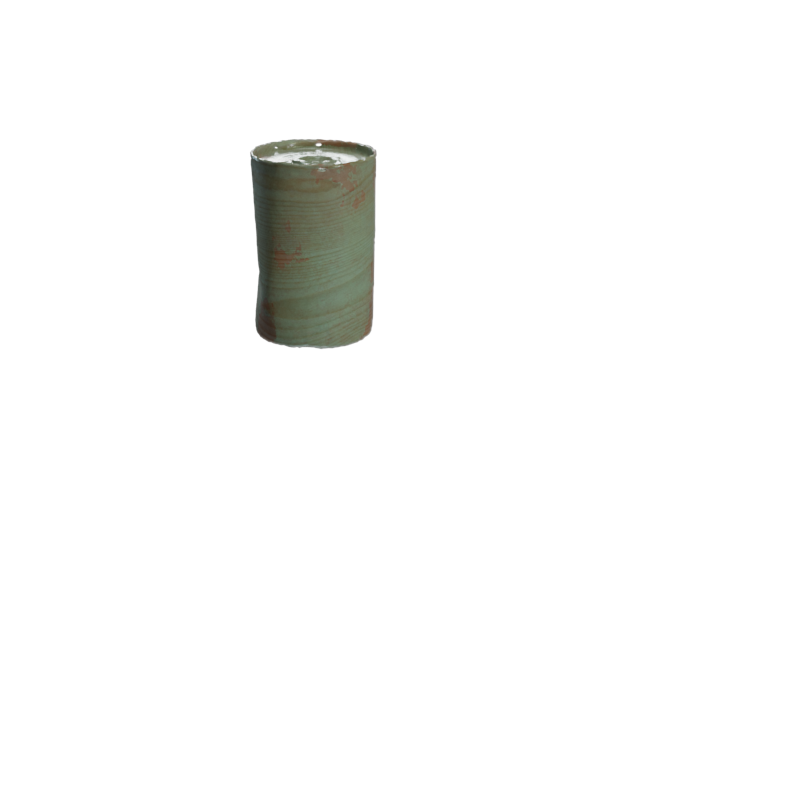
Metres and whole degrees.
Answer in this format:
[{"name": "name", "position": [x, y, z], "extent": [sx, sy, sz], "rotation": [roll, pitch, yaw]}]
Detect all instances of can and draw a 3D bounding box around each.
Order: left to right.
[{"name": "can", "position": [-0.048, -0.087, 0.608], "extent": [0.068, 0.098, 0.071], "rotation": [0, 19, -2]}]
